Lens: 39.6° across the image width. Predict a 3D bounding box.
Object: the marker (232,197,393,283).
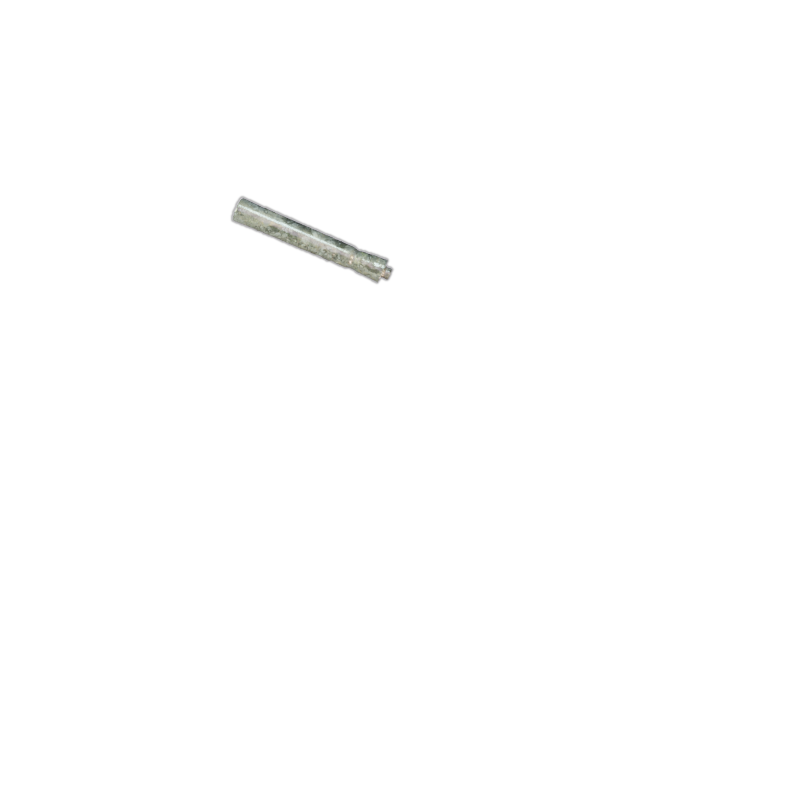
[{"bbox_3d":[-0.062,-0.114,0.798,0.122,0.020,0.020,24,5,4],"label":"marker"}]
